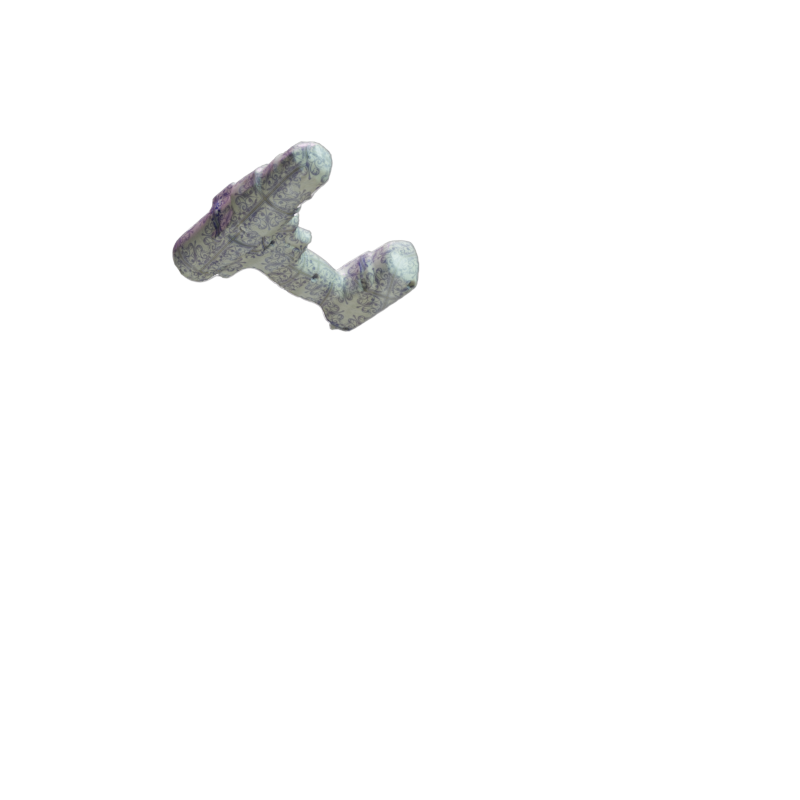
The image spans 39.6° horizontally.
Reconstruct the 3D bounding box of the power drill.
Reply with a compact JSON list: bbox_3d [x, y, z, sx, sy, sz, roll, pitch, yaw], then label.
[{"bbox_3d":[-0.074,-0.136,0.951,0.176,0.061,0.183,26,-41,-35],"label":"power drill"}]
